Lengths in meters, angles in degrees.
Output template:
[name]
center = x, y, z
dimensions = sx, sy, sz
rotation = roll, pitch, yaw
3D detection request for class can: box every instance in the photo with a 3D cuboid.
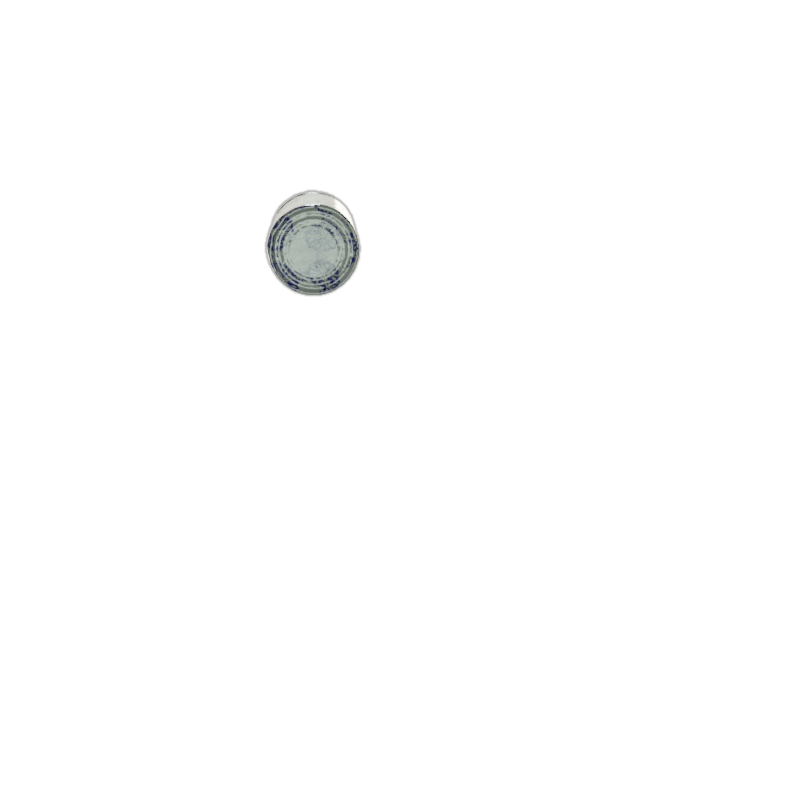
[can]
center = -0.065, -0.119, 0.835
dimensions = 0.068, 0.067, 0.105
rotation = 0, 13, -3
